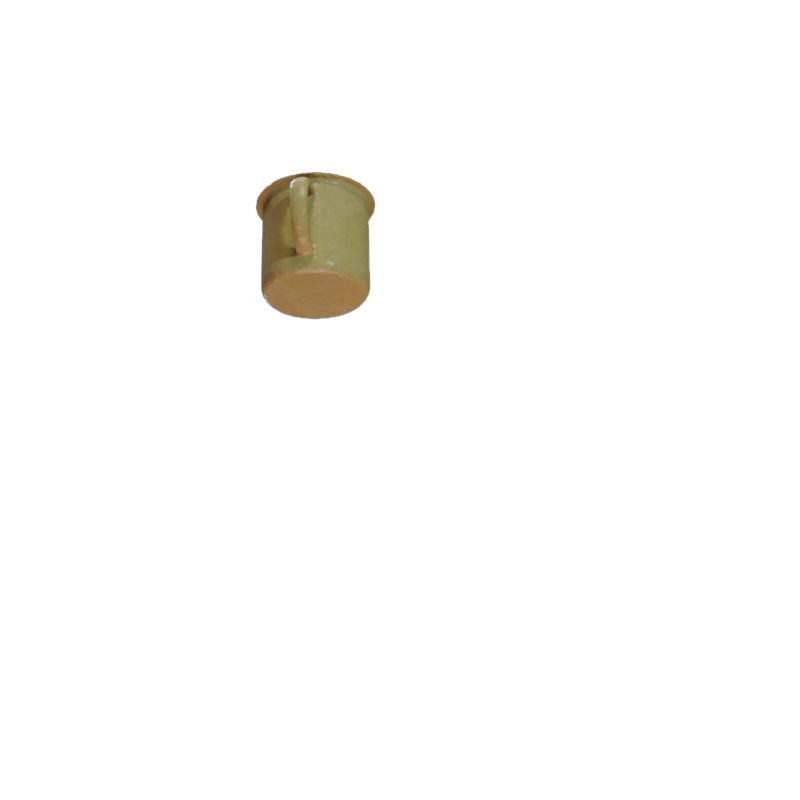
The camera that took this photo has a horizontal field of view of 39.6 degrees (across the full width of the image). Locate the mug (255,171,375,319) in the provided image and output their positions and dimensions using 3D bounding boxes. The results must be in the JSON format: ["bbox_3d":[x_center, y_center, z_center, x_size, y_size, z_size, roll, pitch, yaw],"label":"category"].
[{"bbox_3d":[-0.065,-0.119,0.832,0.094,0.087,0.109,-3,-27,4],"label":"mug"}]
